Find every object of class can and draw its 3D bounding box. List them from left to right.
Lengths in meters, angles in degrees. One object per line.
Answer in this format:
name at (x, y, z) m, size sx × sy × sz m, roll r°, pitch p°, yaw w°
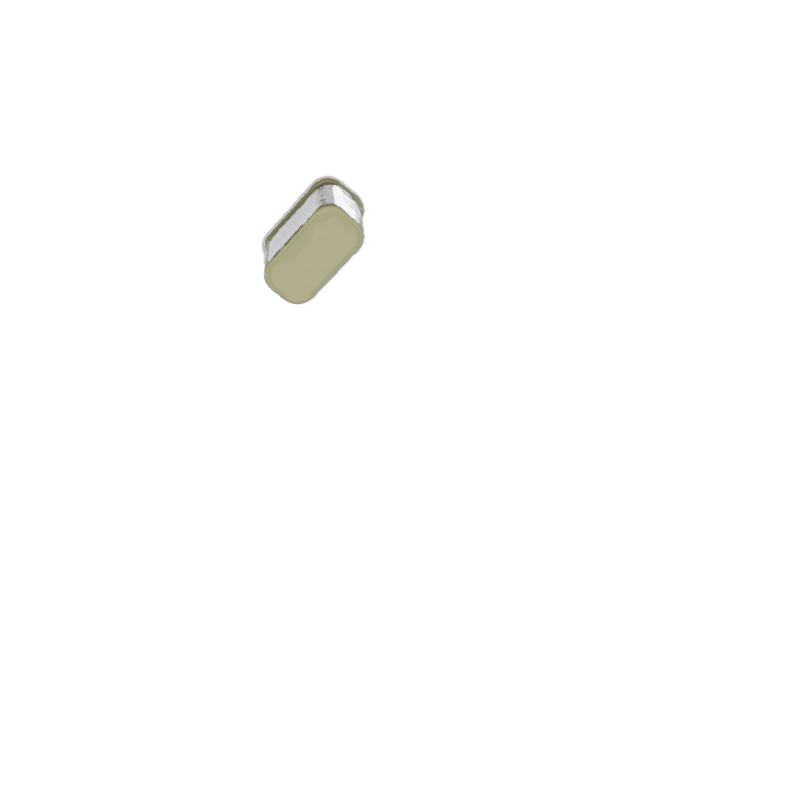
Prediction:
can at (-0.078, -0.143, 0.999) m, size 0.055 × 0.101 × 0.088 m, roll 39°, pitch 15°, yaw -17°
